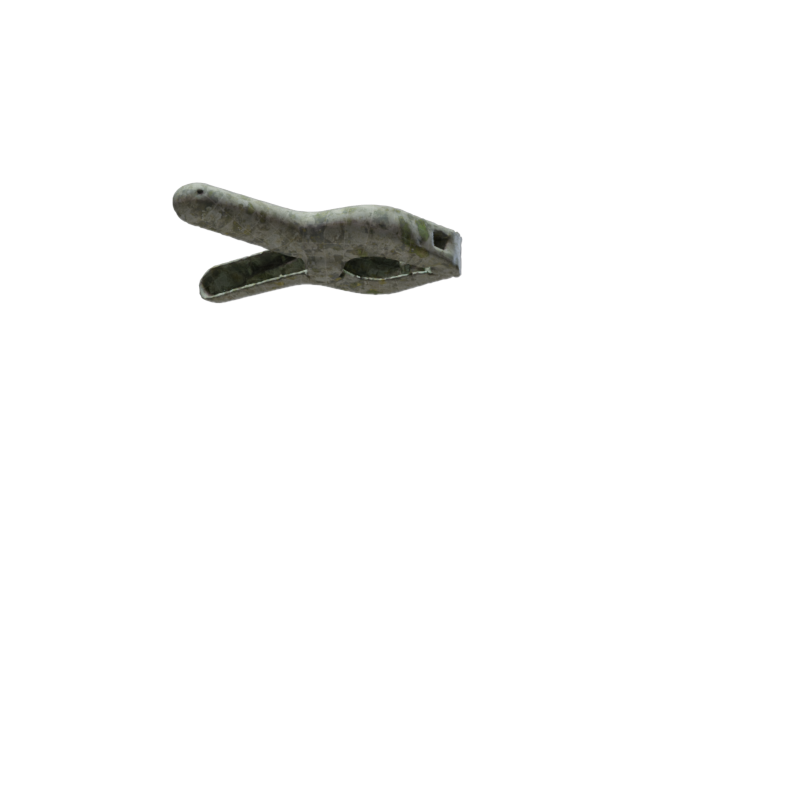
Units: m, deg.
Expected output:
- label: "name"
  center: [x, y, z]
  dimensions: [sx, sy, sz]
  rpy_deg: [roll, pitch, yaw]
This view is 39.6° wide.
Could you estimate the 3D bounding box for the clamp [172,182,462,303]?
- label: "clamp"
  center: [-0.051, -0.094, 0.655]
  dimensions: [0.173, 0.041, 0.113]
  rpy_deg: [-3, -18, 10]
